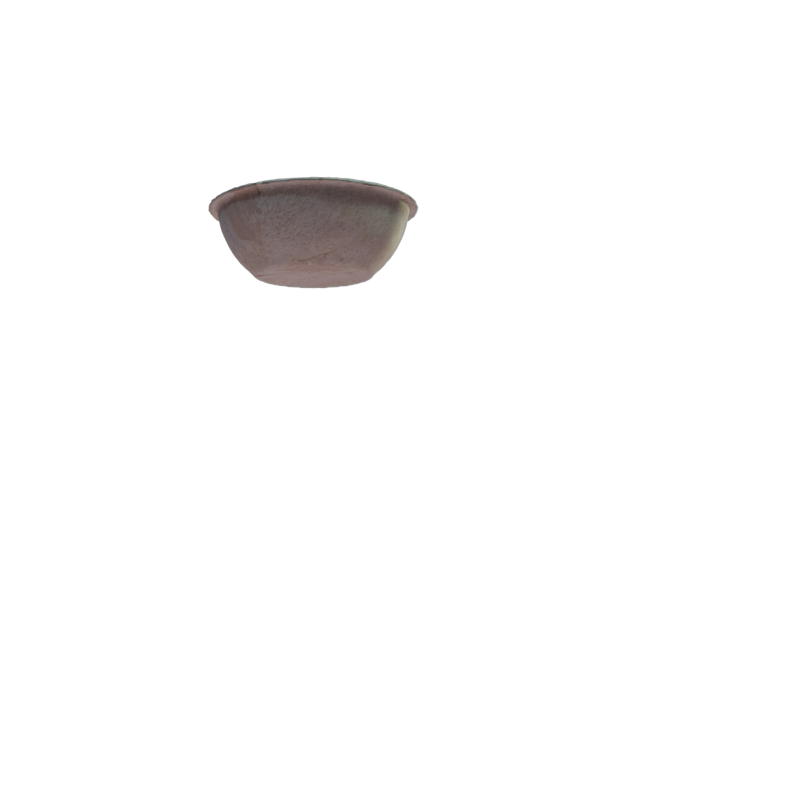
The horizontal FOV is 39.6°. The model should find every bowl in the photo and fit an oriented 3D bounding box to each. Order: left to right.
[{"bbox_3d":[-0.066,-0.121,0.849,0.162,0.056,0.158,0,-7,-2],"label":"bowl"}]
